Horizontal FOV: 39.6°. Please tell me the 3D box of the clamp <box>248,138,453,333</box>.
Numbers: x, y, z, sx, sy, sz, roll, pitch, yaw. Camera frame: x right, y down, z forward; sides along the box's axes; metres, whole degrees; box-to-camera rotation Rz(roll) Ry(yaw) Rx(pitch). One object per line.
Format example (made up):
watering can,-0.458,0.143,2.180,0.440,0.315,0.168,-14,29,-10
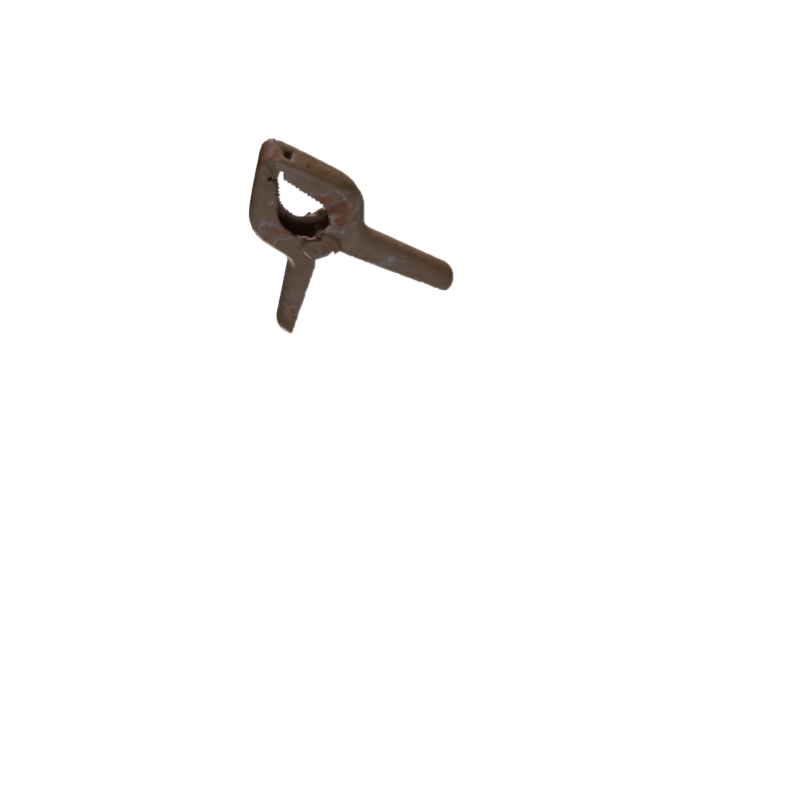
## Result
clamp,-0.072,-0.131,0.921,0.166,0.039,0.194,-20,-43,23
